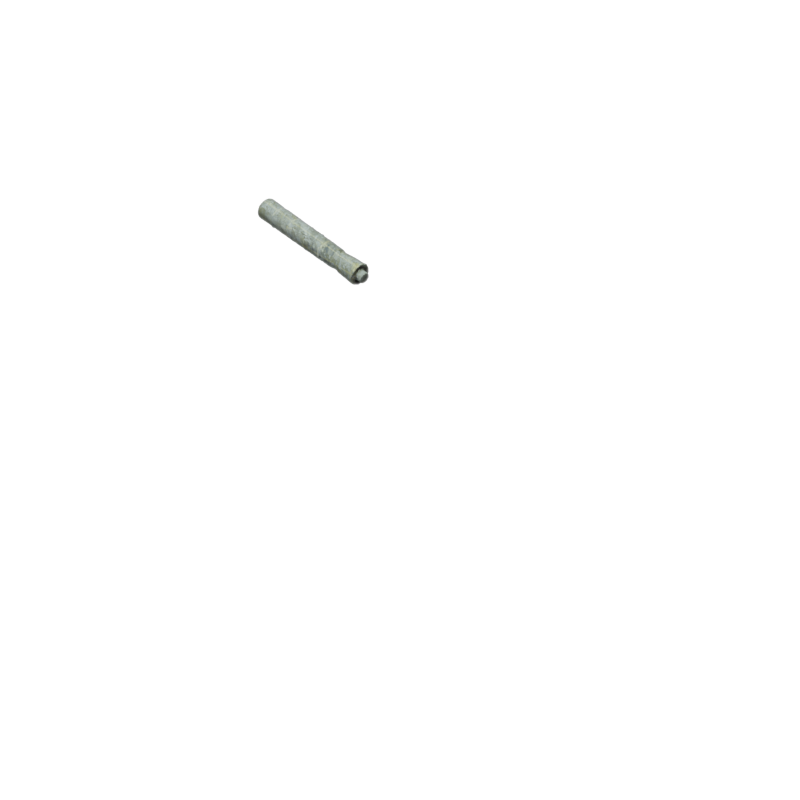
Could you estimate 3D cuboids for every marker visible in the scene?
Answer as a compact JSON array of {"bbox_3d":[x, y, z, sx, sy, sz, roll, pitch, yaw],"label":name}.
[{"bbox_3d":[-0.070,-0.127,0.890,0.019,0.019,0.130,-3,33,-48],"label":"marker"}]
